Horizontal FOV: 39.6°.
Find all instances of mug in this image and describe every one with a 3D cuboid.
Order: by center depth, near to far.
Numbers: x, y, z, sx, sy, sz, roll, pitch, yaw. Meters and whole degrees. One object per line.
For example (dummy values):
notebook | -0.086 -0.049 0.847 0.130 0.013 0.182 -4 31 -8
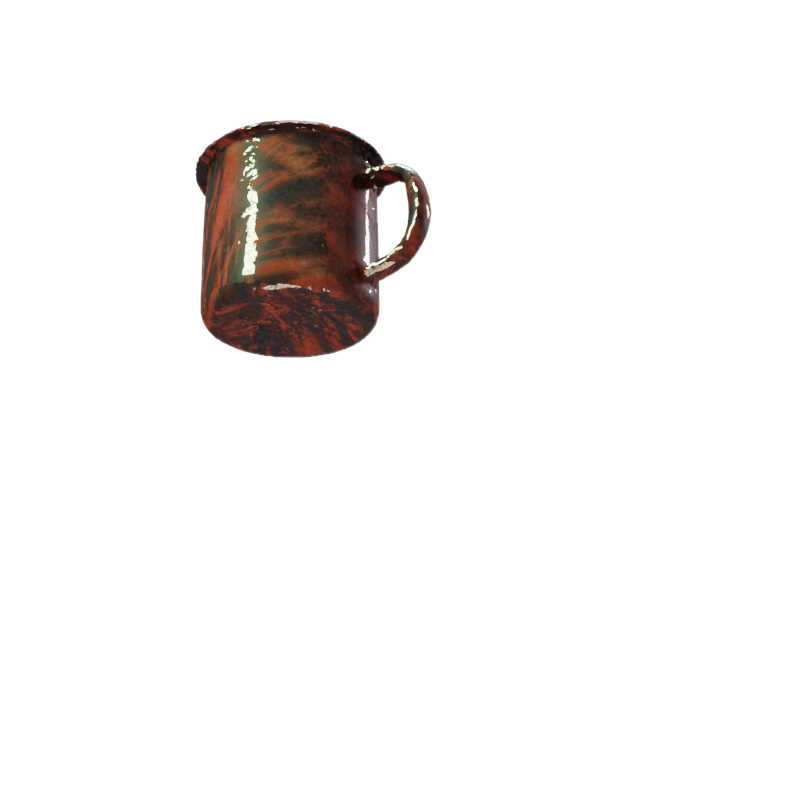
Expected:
mug | -0.040 -0.073 0.514 0.119 0.086 0.086 -12 -27 22
